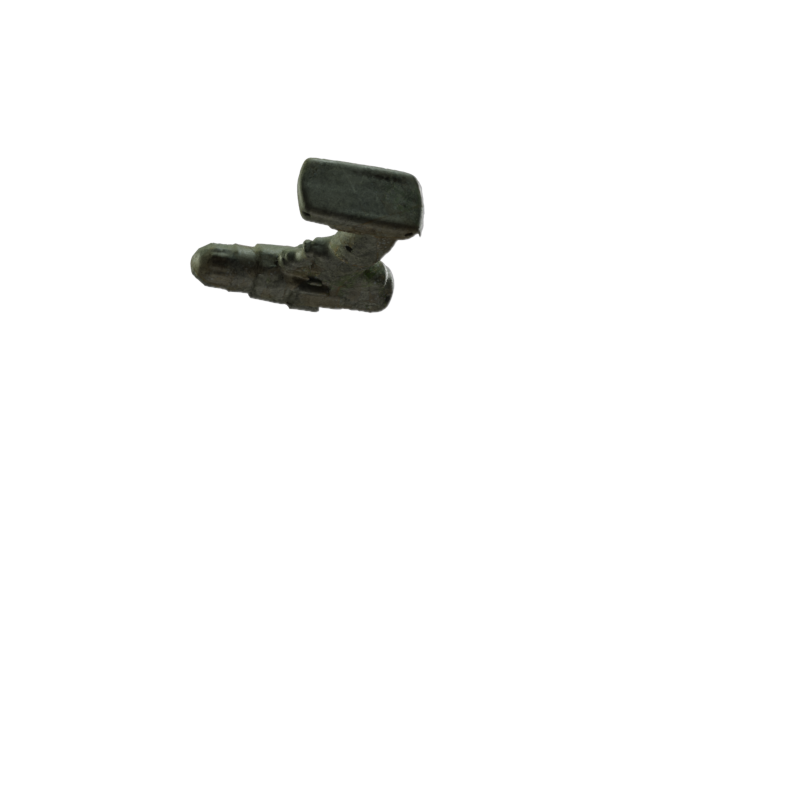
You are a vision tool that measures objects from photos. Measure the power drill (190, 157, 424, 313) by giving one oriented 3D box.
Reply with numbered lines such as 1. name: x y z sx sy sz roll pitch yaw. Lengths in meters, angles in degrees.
1. power drill: -0.073 -0.133 0.934 0.180 0.060 0.183 6 -20 -17
